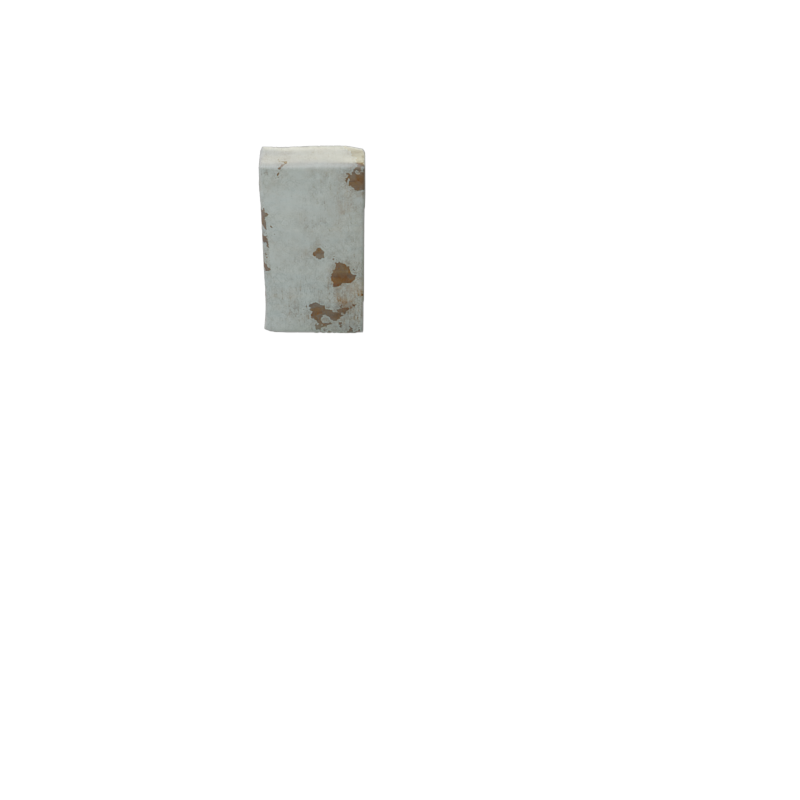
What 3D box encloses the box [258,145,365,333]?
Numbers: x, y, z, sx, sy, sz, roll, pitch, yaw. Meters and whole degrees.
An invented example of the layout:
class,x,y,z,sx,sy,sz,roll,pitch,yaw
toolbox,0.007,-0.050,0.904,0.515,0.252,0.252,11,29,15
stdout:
class,x,y,z,sx,sy,sz,roll,pitch,yaw
box,-0.078,-0.142,0.997,0.093,0.166,0.051,1,32,-1
